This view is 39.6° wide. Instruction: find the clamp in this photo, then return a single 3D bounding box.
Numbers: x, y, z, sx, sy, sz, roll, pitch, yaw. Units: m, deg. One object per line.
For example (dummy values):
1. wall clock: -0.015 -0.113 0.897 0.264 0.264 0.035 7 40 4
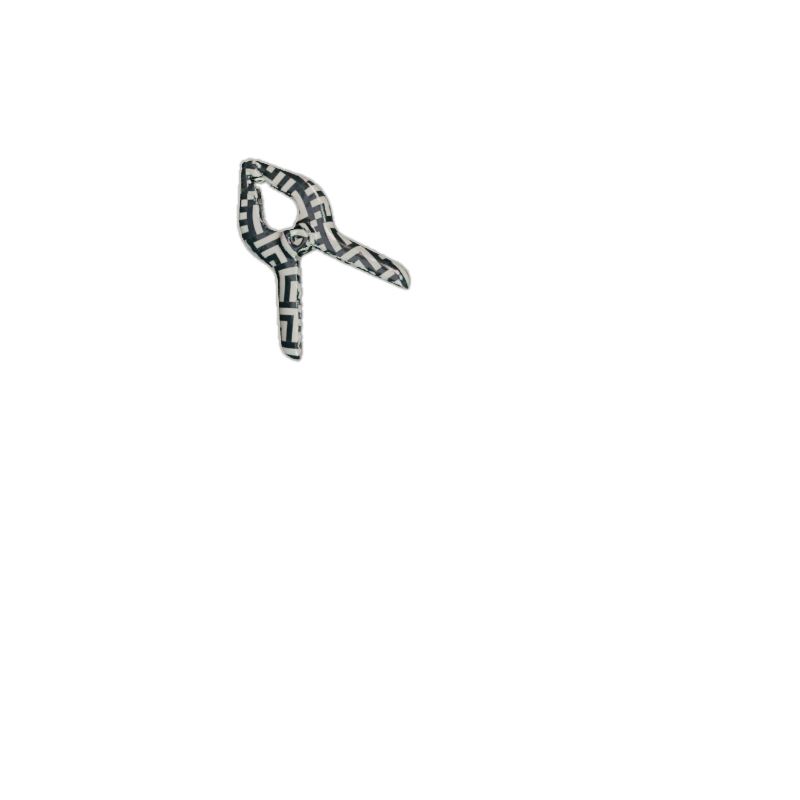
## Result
1. clamp: -0.072 -0.132 0.925 0.120 0.176 0.038 -24 -9 -4
